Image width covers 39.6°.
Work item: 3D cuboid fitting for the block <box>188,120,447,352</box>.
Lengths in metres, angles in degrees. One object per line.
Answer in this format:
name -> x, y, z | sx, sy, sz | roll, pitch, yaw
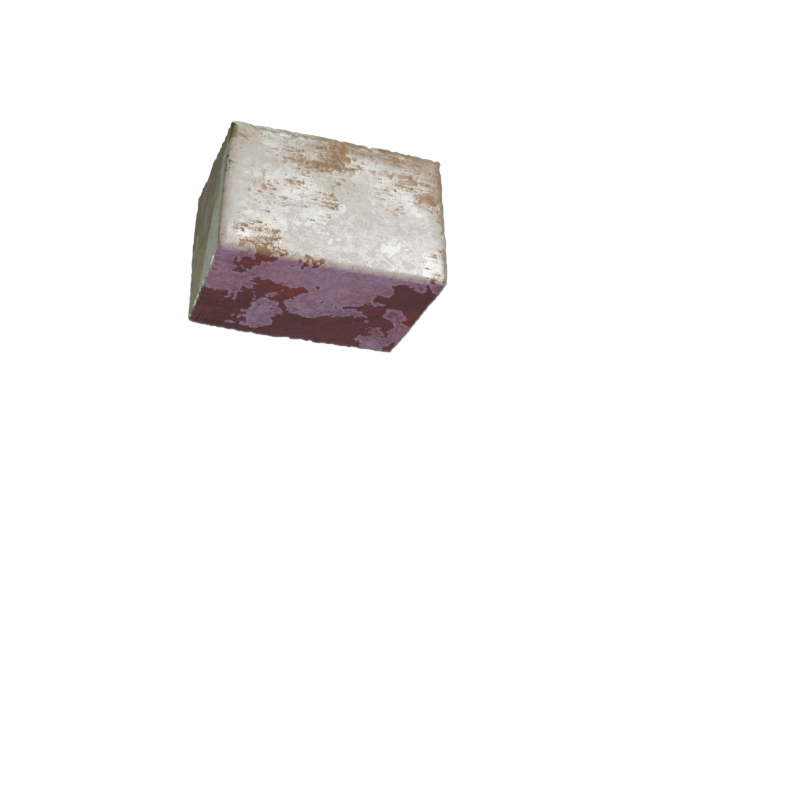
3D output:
block -> -0.030, -0.055, 0.383 | 0.076, 0.055, 0.051 | 9, -31, -17
